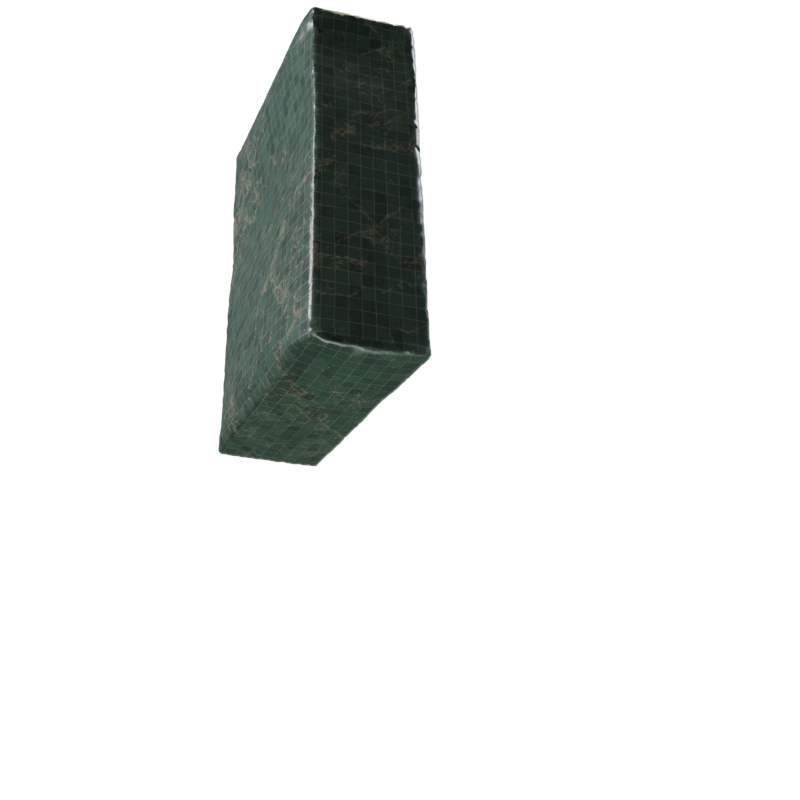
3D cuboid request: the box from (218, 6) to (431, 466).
[{"bbox_3d":[-0.050,-0.092,0.642,0.070,0.227,0.159,10,-30,-21],"label":"box"}]
